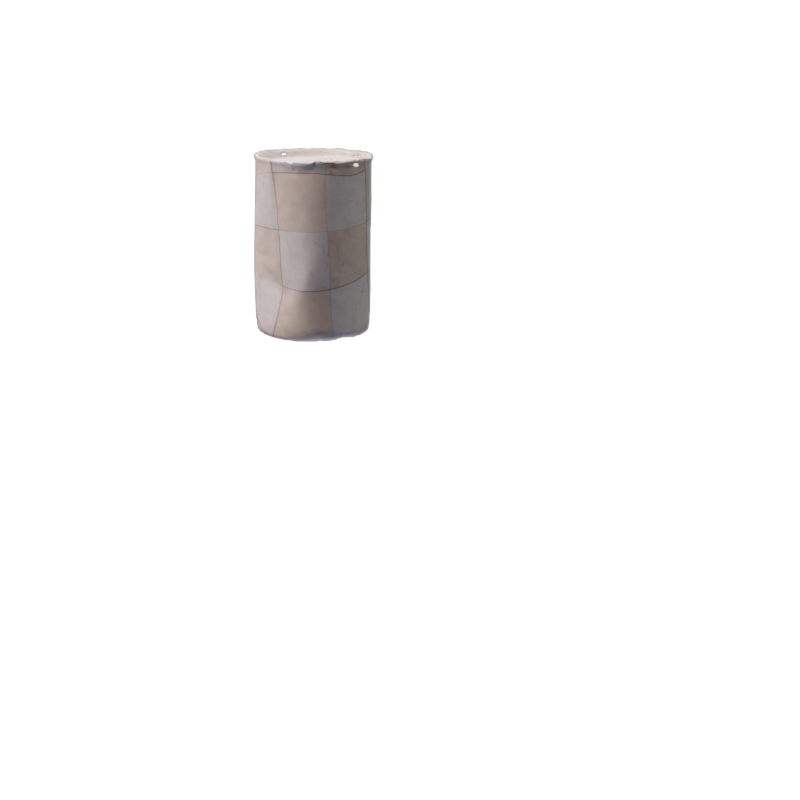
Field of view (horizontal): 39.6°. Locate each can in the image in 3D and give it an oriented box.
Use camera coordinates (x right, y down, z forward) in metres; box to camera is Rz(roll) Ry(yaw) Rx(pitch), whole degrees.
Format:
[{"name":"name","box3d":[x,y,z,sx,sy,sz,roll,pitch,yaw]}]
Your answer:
[{"name":"can","box3d":[-0.050,-0.091,0.638,0.068,0.099,0.071,0,13,-2]}]
